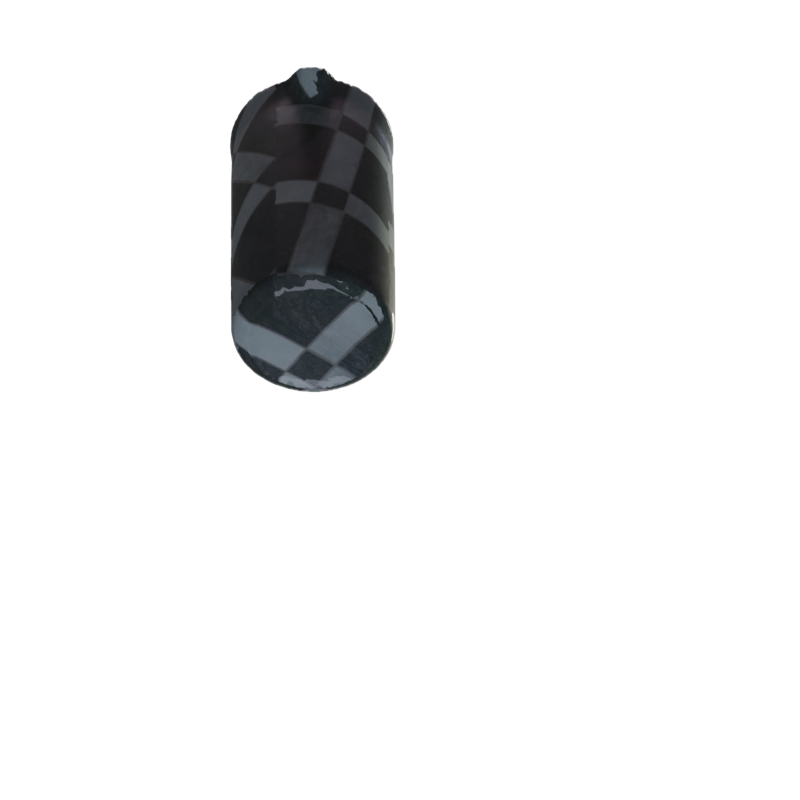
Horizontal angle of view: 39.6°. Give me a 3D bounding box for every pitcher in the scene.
[{"bbox_3d":[-0.064,-0.117,0.820,0.144,0.261,0.140,-35,-55,25],"label":"pitcher"}]
